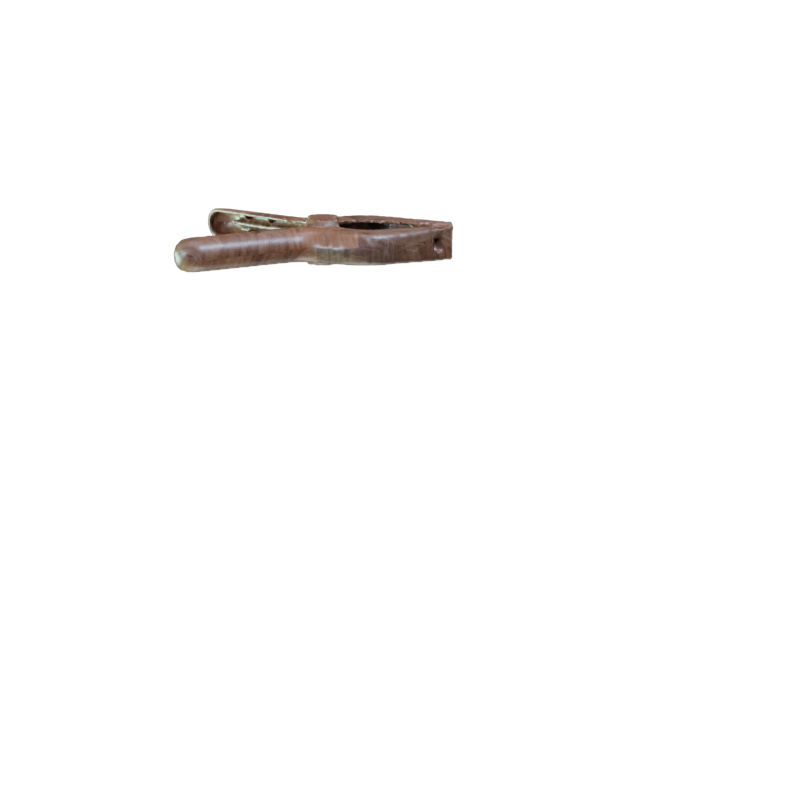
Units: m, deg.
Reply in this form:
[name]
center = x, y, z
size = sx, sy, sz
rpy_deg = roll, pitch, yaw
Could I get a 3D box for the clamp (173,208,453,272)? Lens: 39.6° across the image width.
[clamp]
center = -0.067, -0.122, 0.851
size = 0.213, 0.035, 0.168
rpy_deg = 3, 19, 9
